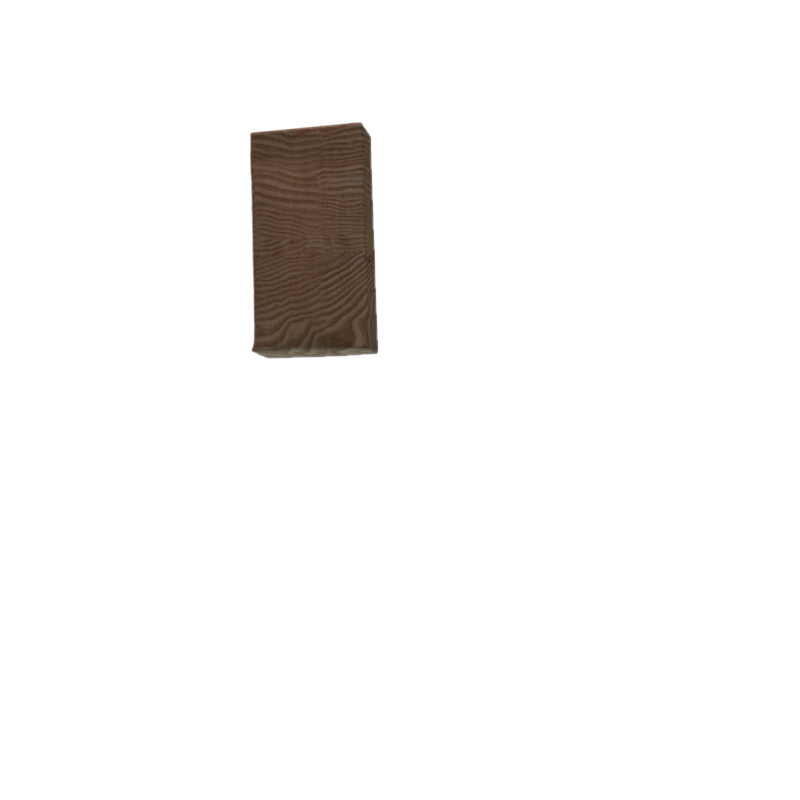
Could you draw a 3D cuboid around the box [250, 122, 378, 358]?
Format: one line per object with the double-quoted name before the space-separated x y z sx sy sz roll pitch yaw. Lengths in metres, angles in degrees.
"box" -0.067 -0.123 0.862 0.095 0.182 0.046 -3 -12 13
